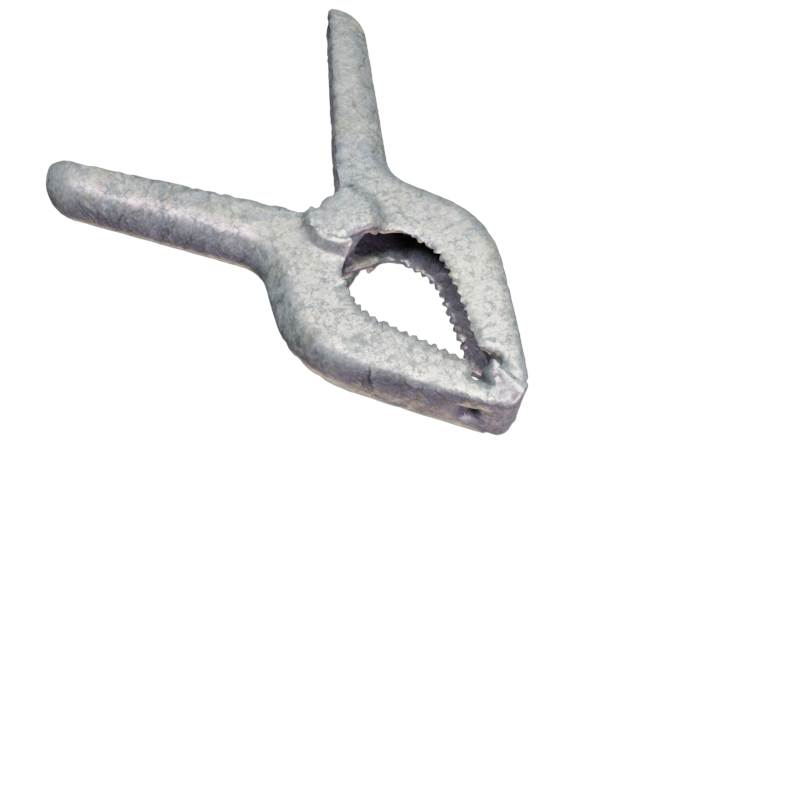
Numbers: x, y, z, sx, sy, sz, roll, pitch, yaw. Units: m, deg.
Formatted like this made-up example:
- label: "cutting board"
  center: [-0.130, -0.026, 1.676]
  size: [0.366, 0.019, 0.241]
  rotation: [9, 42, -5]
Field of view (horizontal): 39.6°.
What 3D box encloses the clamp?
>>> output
- label: "clamp"
  center: [-0.035, -0.064, 0.452]
  size: [0.164, 0.224, 0.034]
  rotation: [-29, -27, -17]
